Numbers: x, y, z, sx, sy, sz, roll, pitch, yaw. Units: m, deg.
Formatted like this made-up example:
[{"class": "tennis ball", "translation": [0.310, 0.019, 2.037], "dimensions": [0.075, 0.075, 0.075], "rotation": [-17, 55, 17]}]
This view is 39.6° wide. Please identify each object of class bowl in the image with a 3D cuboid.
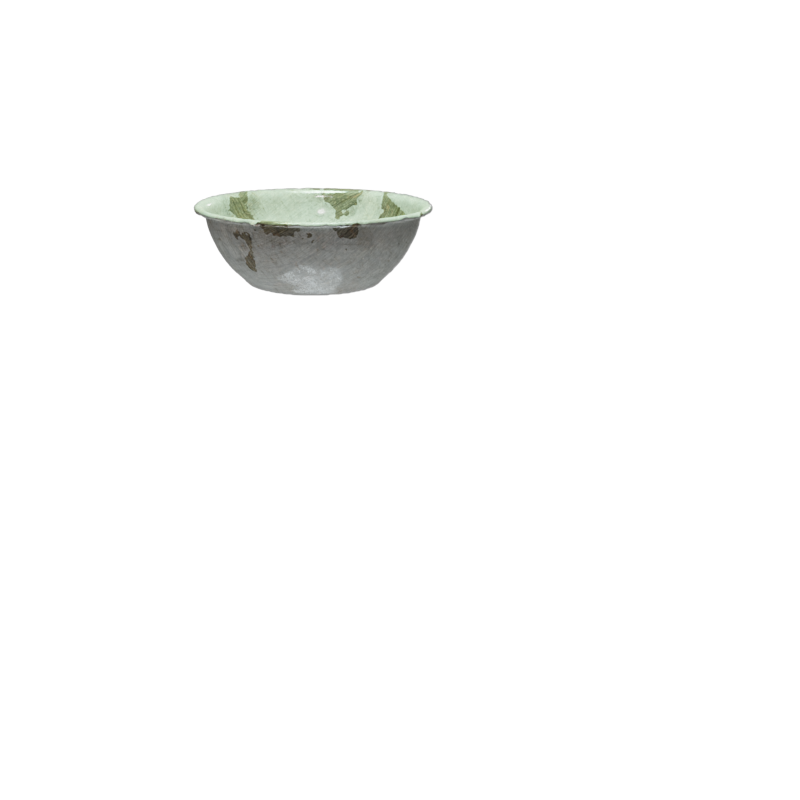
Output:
[{"class": "bowl", "translation": [-0.059, -0.108, 0.757], "dimensions": [0.162, 0.053, 0.168], "rotation": [-1, 18, -2]}]
